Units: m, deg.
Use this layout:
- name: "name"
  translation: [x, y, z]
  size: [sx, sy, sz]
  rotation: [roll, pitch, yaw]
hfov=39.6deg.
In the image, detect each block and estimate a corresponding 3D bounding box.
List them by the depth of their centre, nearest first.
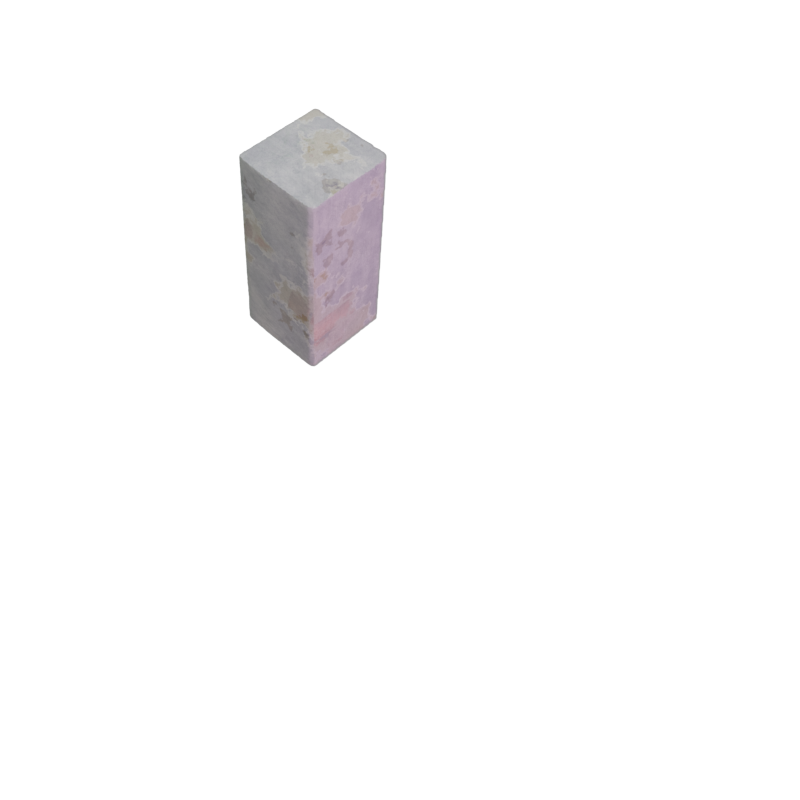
- name: "block"
  translation: [-0.076, -0.139, 0.979]
  size: [0.096, 0.192, 0.091]
  rotation: [38, 58, 25]
